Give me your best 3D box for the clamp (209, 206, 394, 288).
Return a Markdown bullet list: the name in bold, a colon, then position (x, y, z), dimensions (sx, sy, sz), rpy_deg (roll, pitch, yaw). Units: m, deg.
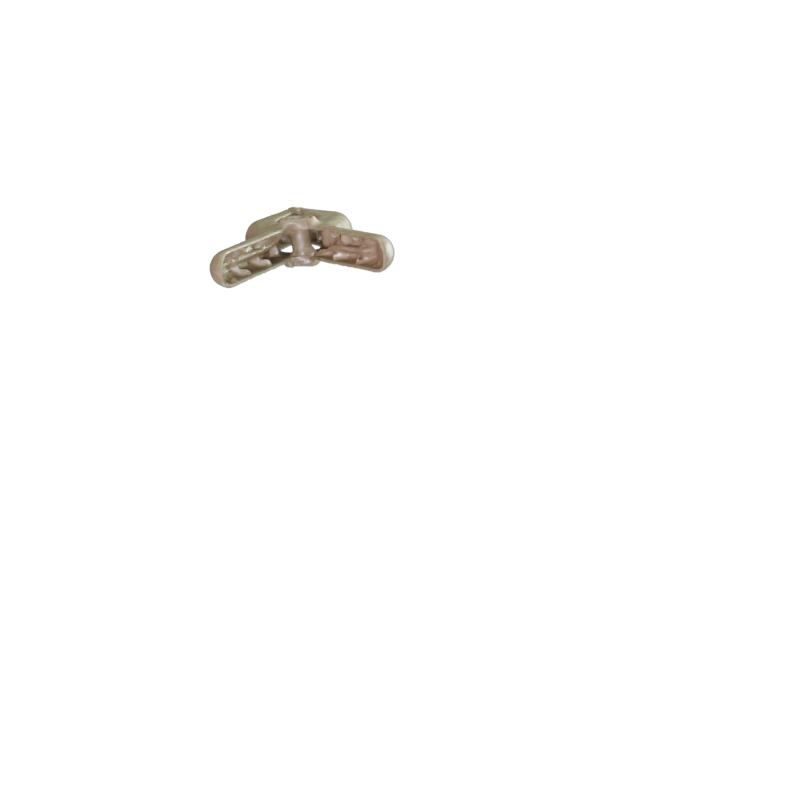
- **clamp**: position (-0.062, -0.113, 0.791), dimensions (0.121, 0.038, 0.177), rpy_deg (1, 21, 3)
